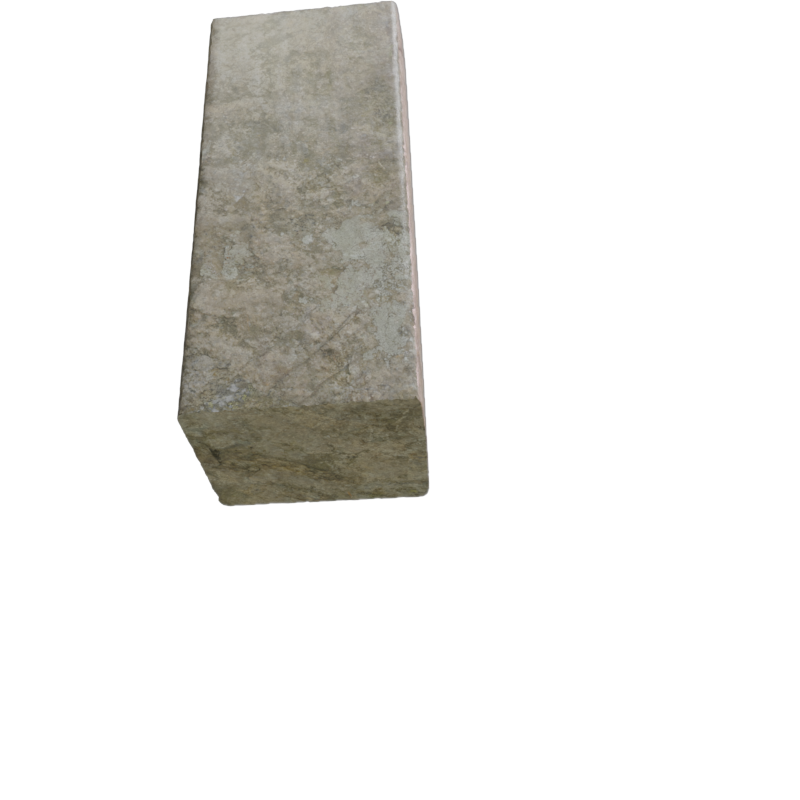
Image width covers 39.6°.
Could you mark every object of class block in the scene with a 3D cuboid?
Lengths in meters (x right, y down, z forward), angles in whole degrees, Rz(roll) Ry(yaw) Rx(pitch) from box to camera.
[{"bbox_3d":[-0.038,-0.070,0.490,0.091,0.220,0.084,-5,-33,3],"label":"block"}]
